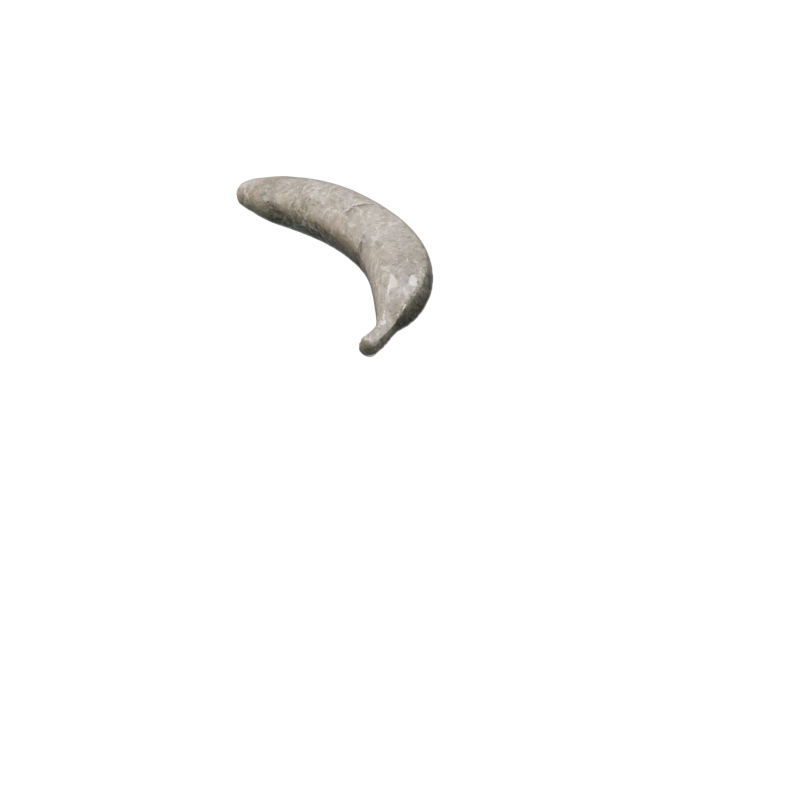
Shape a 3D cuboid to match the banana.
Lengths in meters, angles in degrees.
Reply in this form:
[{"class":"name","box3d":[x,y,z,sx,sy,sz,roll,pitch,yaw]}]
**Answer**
[{"class":"banana","box3d":[-0.033,-0.095,0.655,0.068,0.034,0.213,-14,36,-21]}]
